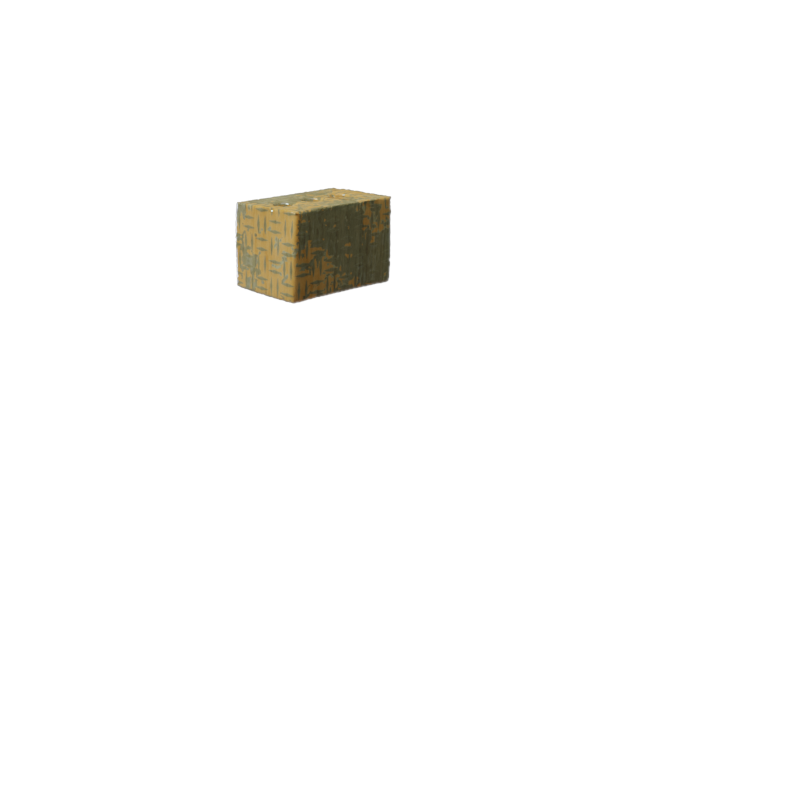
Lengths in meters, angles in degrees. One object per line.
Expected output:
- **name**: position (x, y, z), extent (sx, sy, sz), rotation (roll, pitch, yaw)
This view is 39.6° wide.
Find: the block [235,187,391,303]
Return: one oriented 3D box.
- **block**: position (-0.050, -0.091, 0.641), extent (0.056, 0.050, 0.076), rotation (15, 23, 41)
